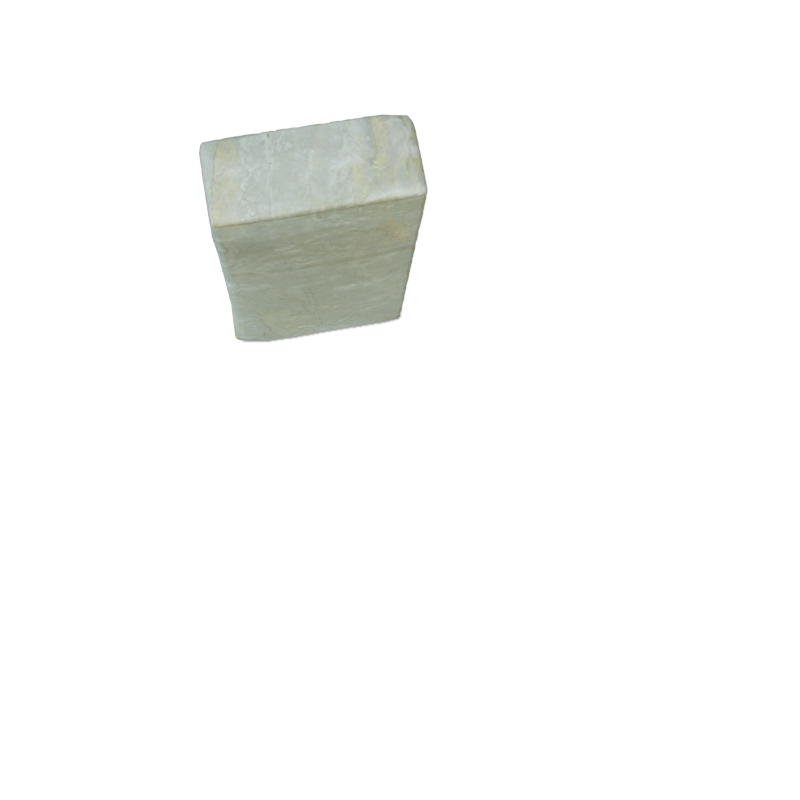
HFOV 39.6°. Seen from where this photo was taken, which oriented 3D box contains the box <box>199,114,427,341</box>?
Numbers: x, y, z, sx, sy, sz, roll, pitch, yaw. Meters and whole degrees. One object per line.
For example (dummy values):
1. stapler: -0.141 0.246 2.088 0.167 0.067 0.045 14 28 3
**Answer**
1. box: -0.042 -0.077 0.537 0.093 0.050 0.169 -9 -16 -6
